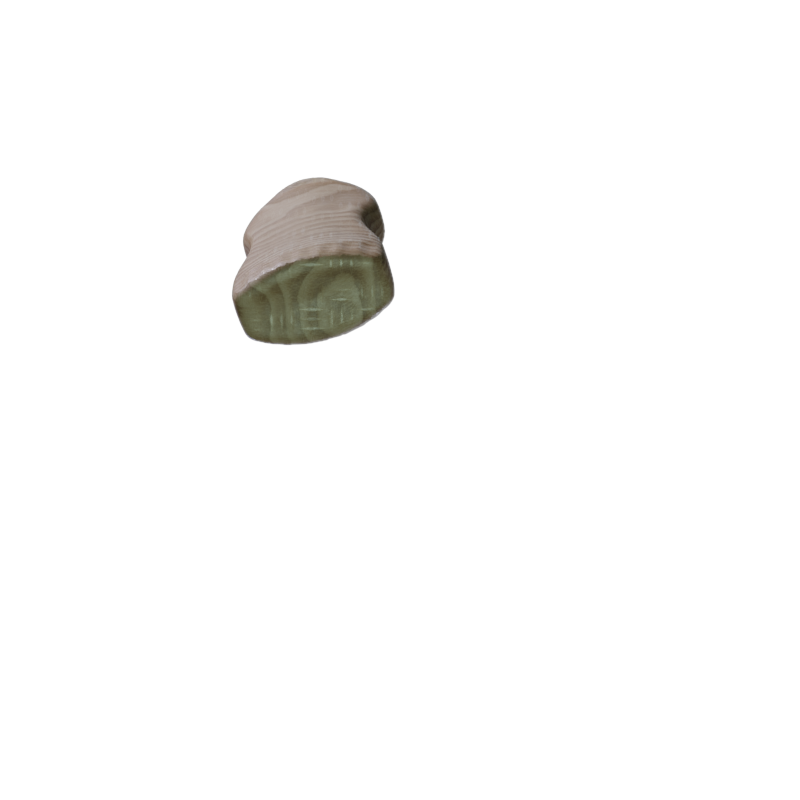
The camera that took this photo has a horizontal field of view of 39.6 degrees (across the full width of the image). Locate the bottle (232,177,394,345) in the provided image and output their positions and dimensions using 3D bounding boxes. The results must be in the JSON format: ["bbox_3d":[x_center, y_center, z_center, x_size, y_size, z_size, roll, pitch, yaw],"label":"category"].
[{"bbox_3d":[-0.058,-0.106,0.742,0.096,0.055,0.203,-17,28,5],"label":"bottle"}]
